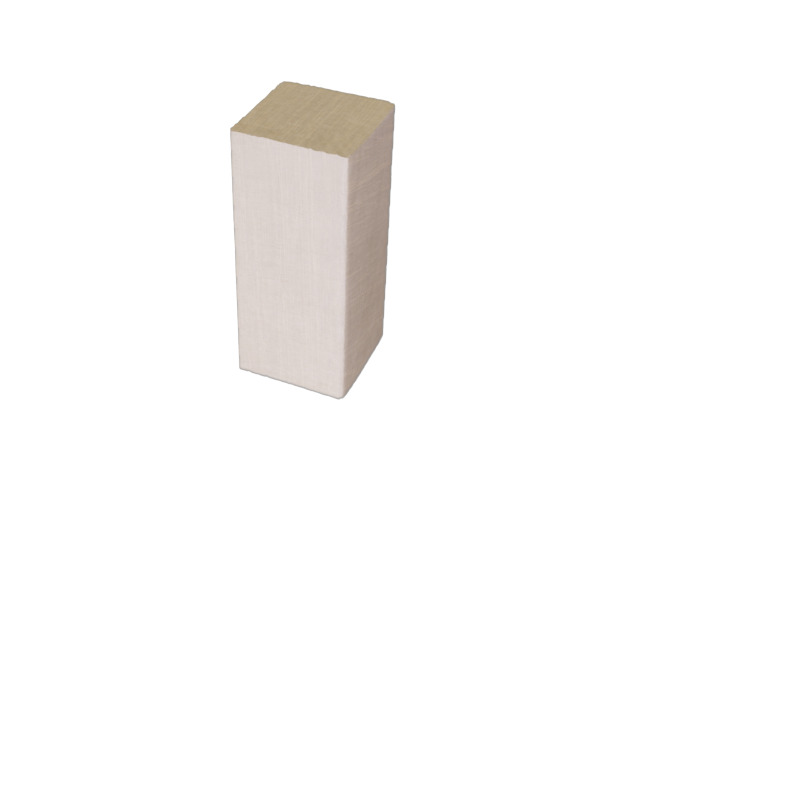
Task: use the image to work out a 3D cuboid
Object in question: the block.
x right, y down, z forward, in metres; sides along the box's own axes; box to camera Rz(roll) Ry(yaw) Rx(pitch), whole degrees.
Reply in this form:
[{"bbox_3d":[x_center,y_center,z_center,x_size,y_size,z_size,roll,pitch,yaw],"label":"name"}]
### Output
[{"bbox_3d":[-0.063,-0.117,0.815,0.094,0.193,0.093,15,38,17],"label":"block"}]
